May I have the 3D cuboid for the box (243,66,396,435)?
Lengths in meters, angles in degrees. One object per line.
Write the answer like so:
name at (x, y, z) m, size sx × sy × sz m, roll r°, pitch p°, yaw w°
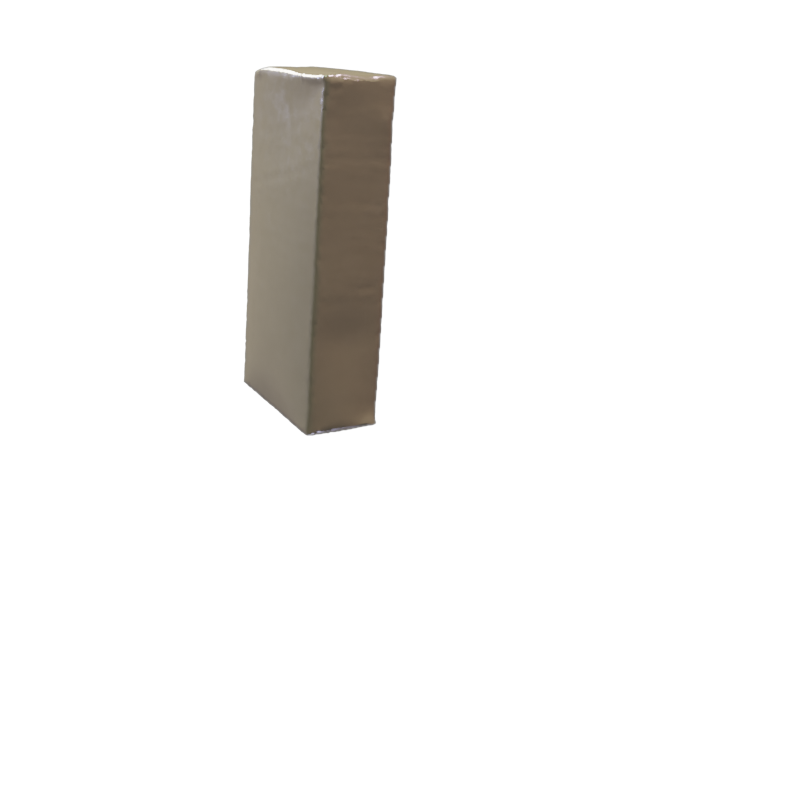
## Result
box at (-0.045, -0.081, 0.570) m, size 0.047 × 0.171 × 0.098 m, roll -5°, pitch 14°, yaw -27°
